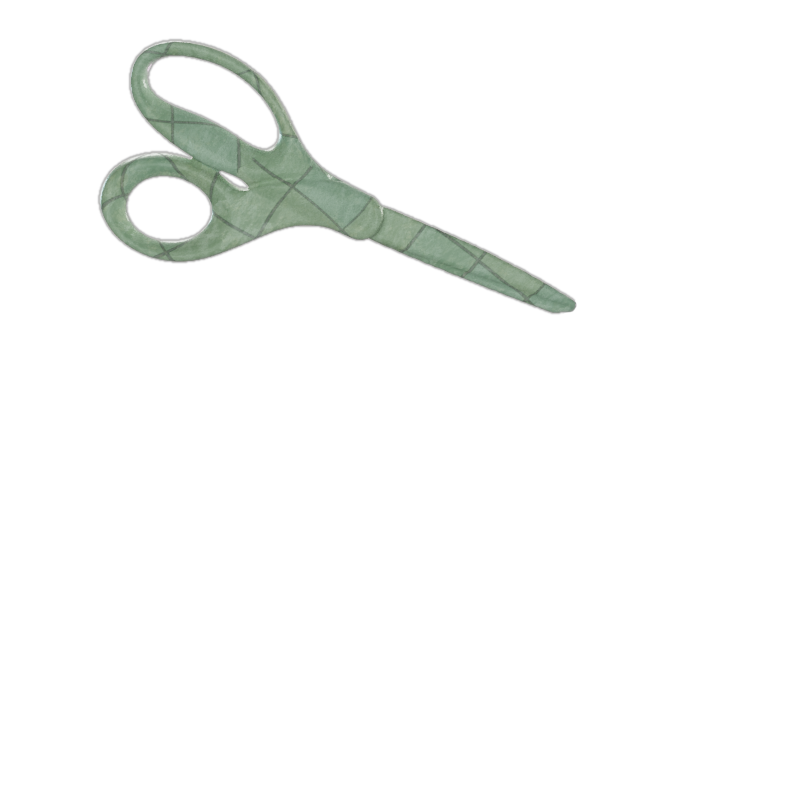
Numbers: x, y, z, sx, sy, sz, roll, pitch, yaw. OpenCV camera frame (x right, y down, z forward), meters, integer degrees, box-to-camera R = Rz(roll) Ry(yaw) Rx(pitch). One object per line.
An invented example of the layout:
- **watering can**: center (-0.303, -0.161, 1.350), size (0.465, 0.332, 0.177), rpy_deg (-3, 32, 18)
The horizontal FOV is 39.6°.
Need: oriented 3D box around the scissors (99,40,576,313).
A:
- **scissors**: center (-0.035, -0.064, 0.450), size (0.199, 0.096, 0.016), rpy_deg (39, 5, -4)
